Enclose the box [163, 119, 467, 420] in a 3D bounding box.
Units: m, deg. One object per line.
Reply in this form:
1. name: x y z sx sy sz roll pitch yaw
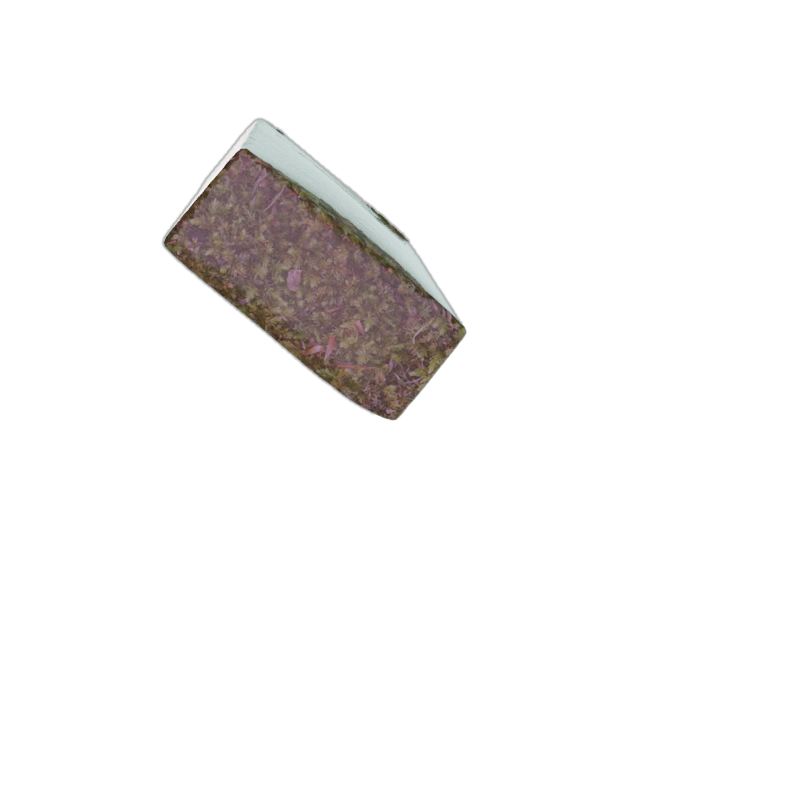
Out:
1. box: -0.033 -0.061 0.422 0.091 0.047 0.183 38 12 -14
